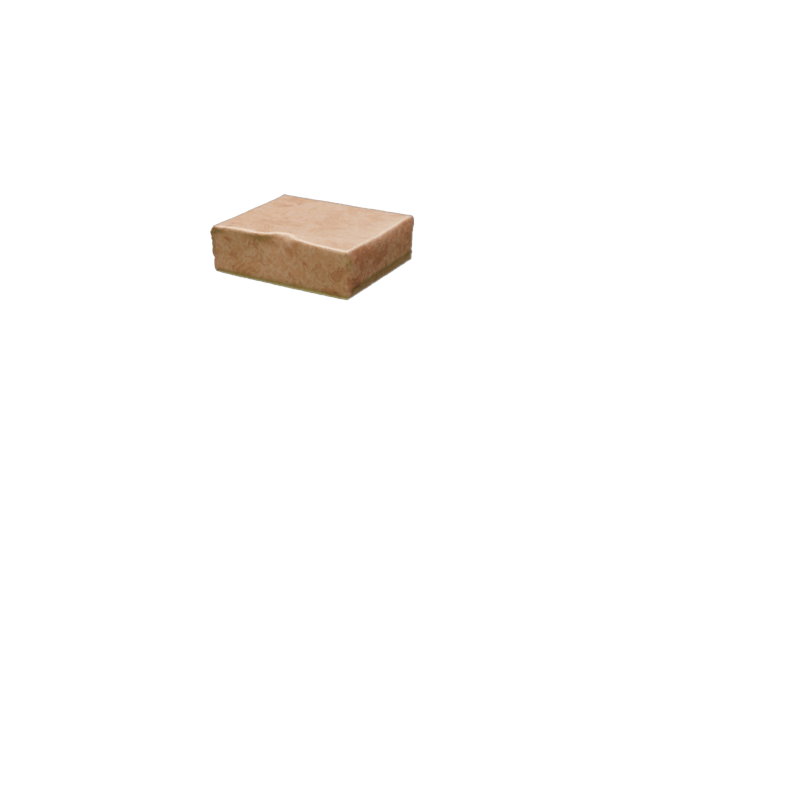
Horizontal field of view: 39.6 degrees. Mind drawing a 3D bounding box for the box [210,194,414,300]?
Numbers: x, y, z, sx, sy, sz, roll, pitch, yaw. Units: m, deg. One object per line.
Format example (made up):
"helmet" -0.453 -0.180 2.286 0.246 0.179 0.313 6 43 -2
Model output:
"box" -0.048 -0.088 0.613 0.093 0.029 0.073 14 28 27
